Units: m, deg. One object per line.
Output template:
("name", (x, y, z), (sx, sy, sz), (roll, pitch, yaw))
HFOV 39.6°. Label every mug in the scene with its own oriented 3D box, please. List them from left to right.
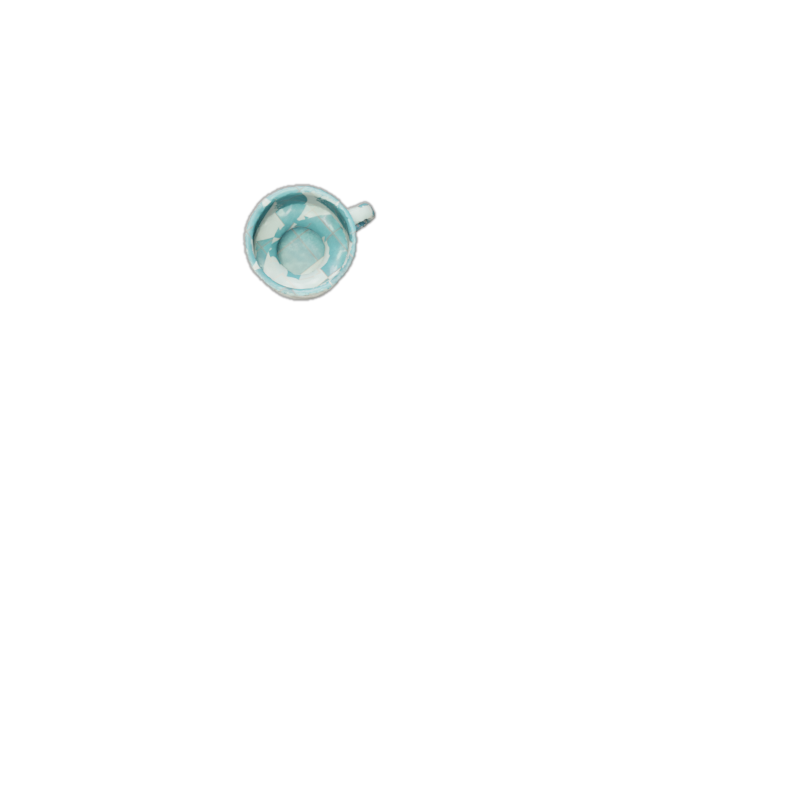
("mug", (-0.075, -0.136, 0.952), (0.117, 0.095, 0.080), (-31, -5, -5))
